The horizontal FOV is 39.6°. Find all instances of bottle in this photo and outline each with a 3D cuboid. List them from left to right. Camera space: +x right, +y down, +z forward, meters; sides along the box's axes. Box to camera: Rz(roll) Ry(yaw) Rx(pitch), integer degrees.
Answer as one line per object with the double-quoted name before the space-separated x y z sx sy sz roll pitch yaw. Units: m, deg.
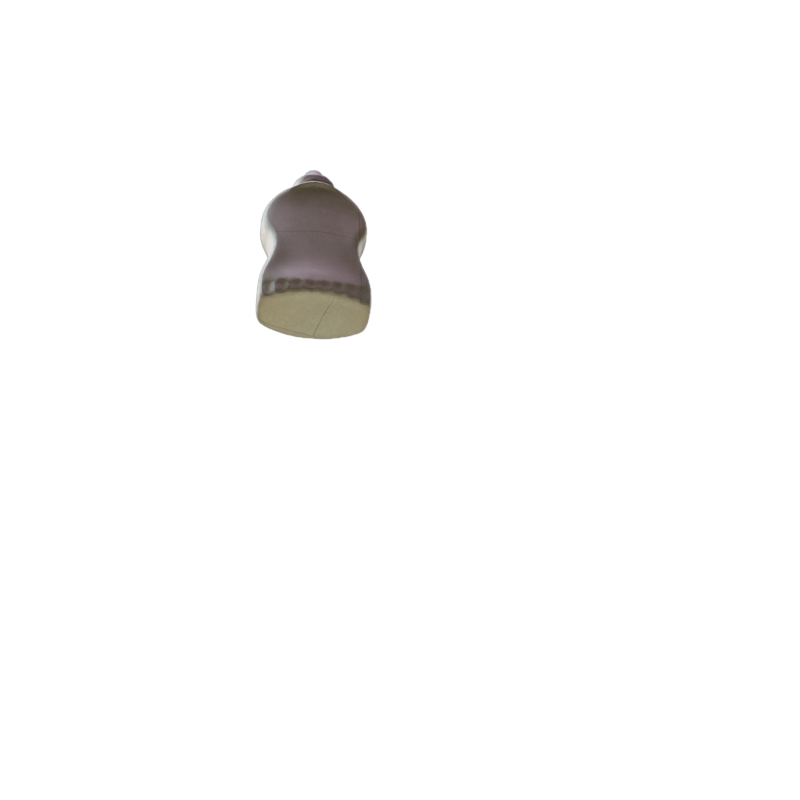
"bottle" -0.077 -0.141 0.988 0.095 0.206 0.055 2 -45 -6
